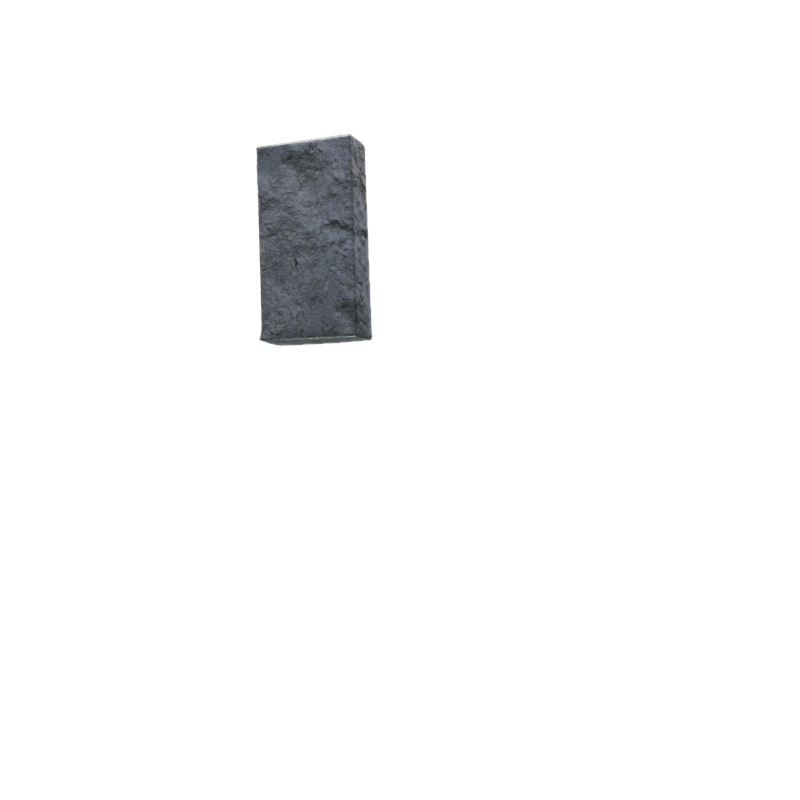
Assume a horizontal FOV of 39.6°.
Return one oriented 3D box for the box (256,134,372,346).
[{"bbox_3d":[-0.076,-0.138,0.970,0.095,0.181,0.046,-5,-12,21],"label":"box"}]
